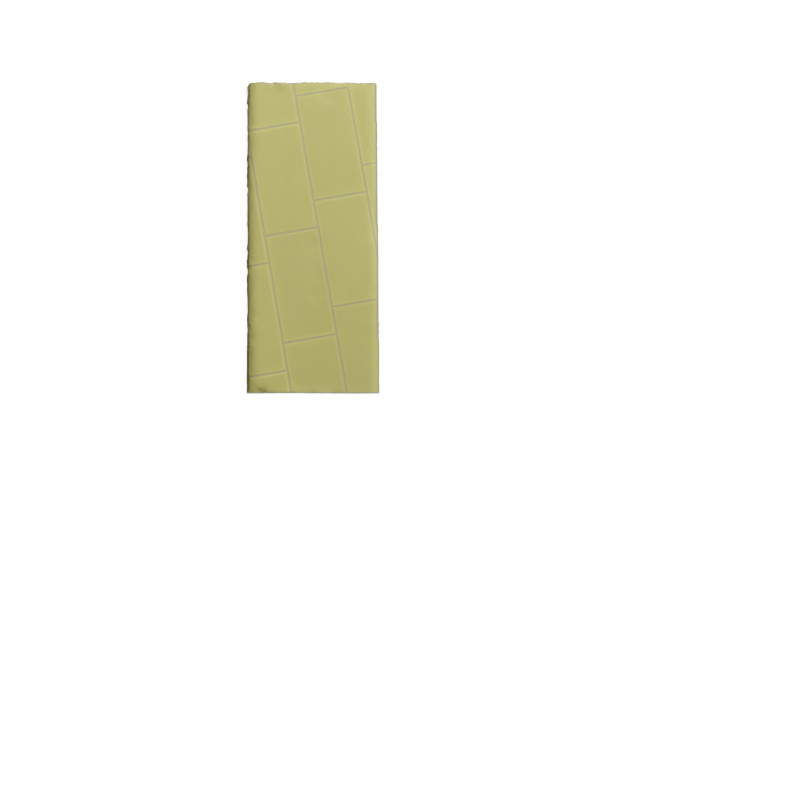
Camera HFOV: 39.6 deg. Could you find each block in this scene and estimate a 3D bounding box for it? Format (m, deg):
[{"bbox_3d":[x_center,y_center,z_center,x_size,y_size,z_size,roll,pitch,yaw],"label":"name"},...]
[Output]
[{"bbox_3d":[-0.061,-0.110,0.774,0.090,0.208,0.090,0,-4,-2],"label":"block"}]
